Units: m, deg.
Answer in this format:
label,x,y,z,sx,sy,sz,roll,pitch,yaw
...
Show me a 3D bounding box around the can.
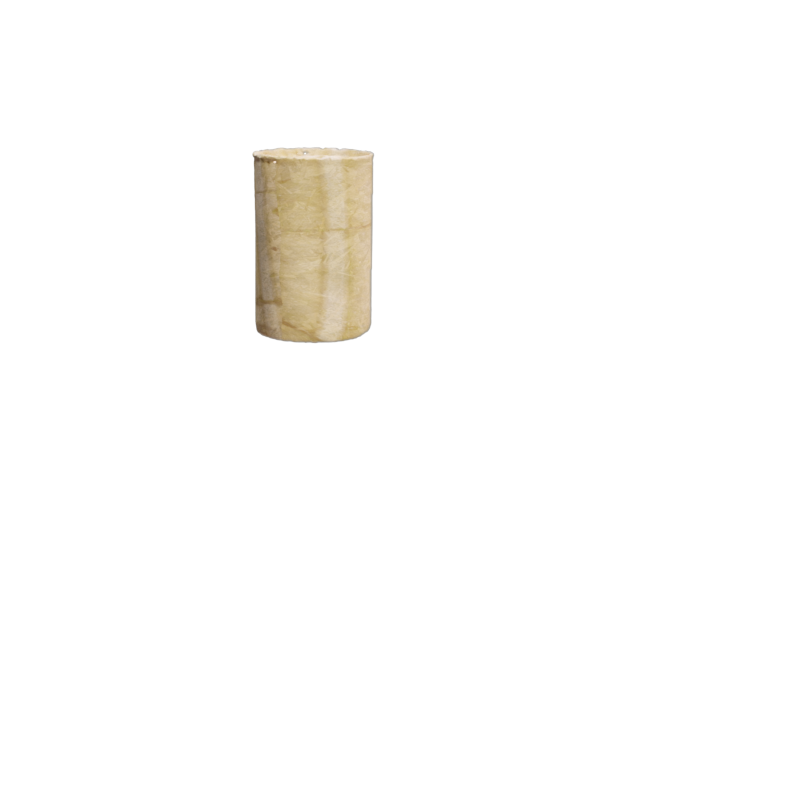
label,x,y,z,sx,sy,sz,roll,pitch,yaw
can,-0.049,-0.090,0.627,0.068,0.100,0.070,0,12,-2
